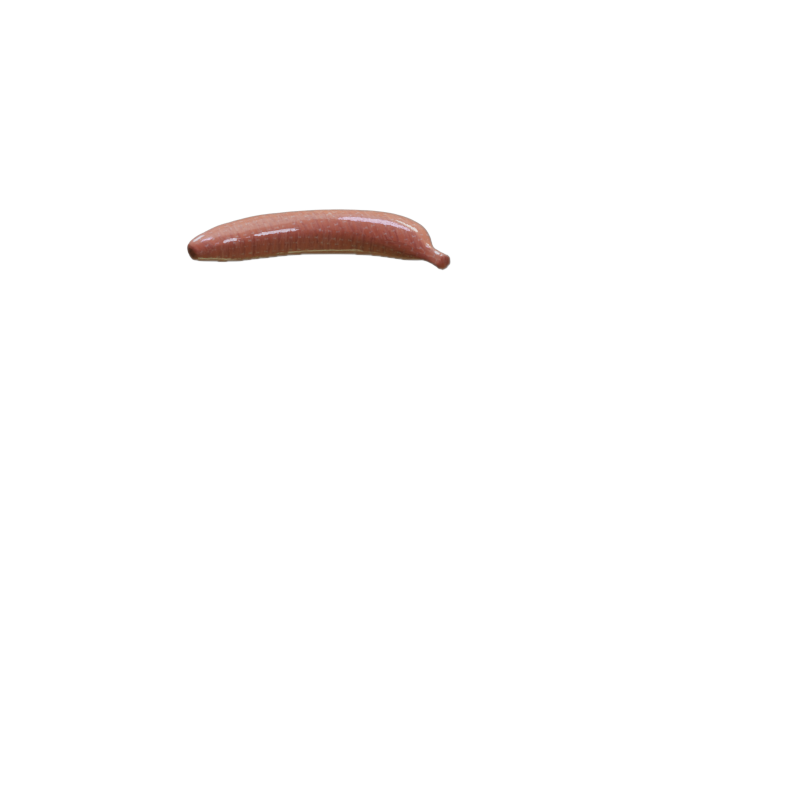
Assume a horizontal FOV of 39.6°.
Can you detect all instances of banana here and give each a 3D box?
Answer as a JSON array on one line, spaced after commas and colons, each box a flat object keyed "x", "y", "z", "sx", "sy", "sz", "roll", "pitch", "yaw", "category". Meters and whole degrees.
[{"x": -0.063, "y": -0.126, "z": 0.858, "sx": 0.198, "sy": 0.035, "sz": 0.072, "roll": 1, "pitch": 18, "yaw": 1, "category": "banana"}]
